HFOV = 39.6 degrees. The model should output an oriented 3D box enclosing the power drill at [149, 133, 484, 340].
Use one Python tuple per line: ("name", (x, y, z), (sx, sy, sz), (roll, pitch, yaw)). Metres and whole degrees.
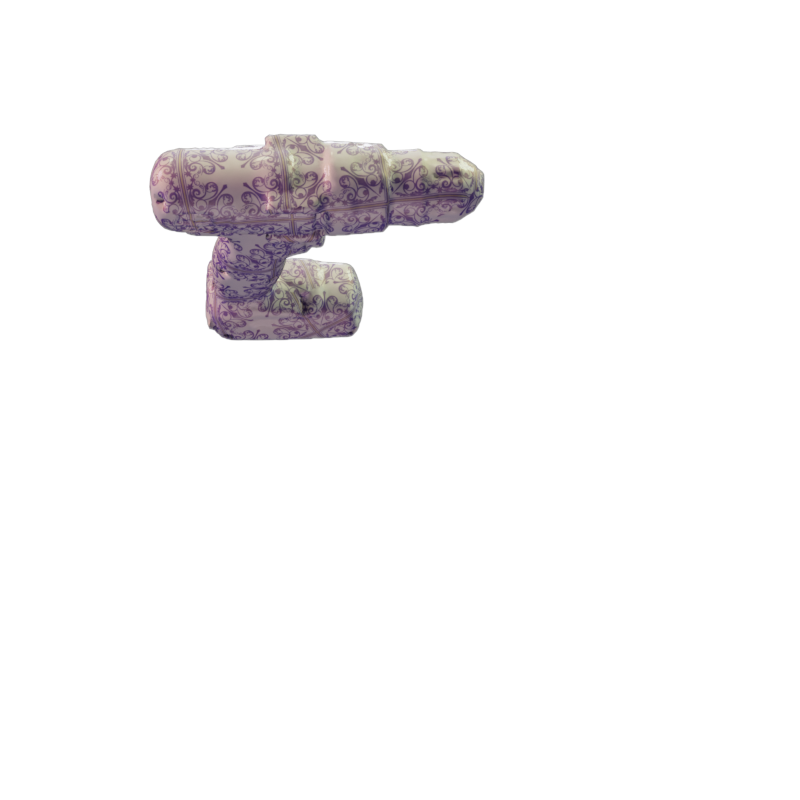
("power drill", (-0.053, -0.096, 0.674), (0.184, 0.061, 0.178), (1, -22, -4))
